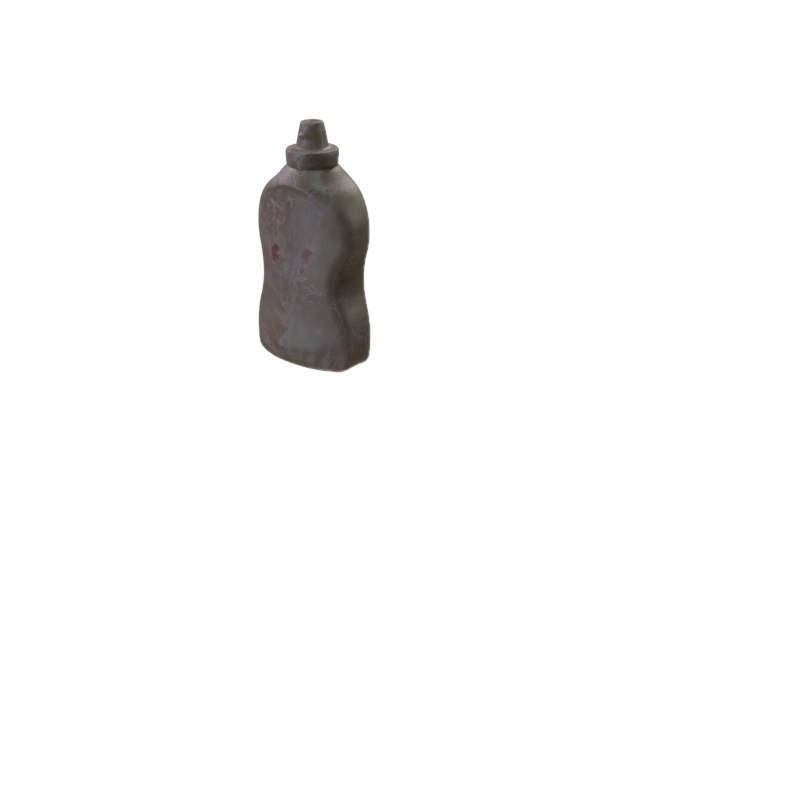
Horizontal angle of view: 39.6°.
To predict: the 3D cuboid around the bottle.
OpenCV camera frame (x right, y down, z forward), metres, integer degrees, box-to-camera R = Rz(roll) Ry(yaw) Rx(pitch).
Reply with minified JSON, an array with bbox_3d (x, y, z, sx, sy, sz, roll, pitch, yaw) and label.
[{"bbox_3d":[-0.068,-0.123,0.866,0.101,0.184,0.057,17,24,38],"label":"bottle"}]
